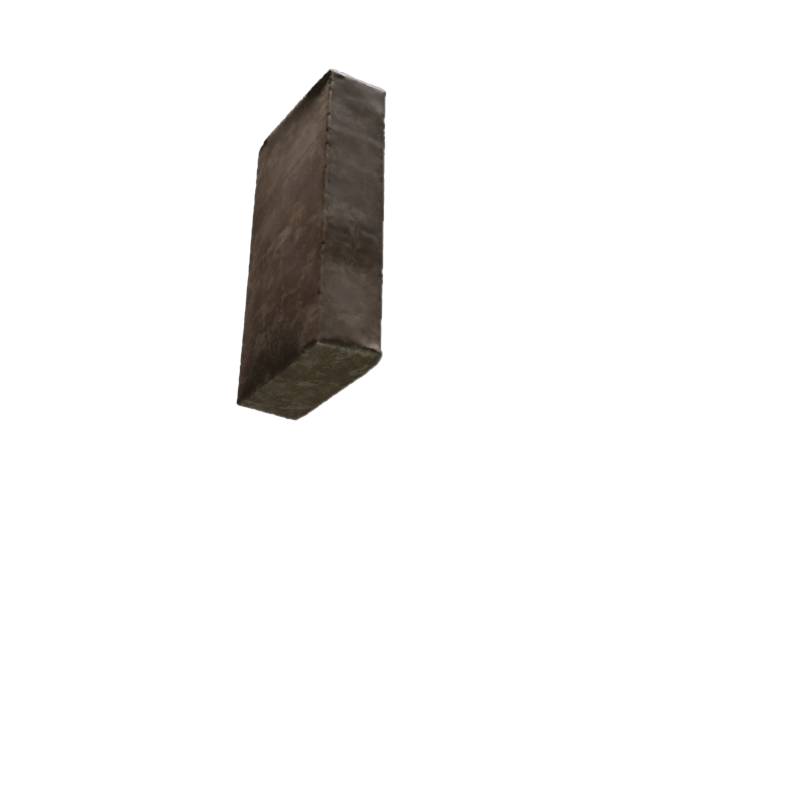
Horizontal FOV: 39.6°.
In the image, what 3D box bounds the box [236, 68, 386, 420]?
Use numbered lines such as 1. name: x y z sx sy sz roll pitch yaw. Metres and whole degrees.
1. box: -0.049 -0.089 0.621 0.046 0.188 0.092 16 -34 -30
